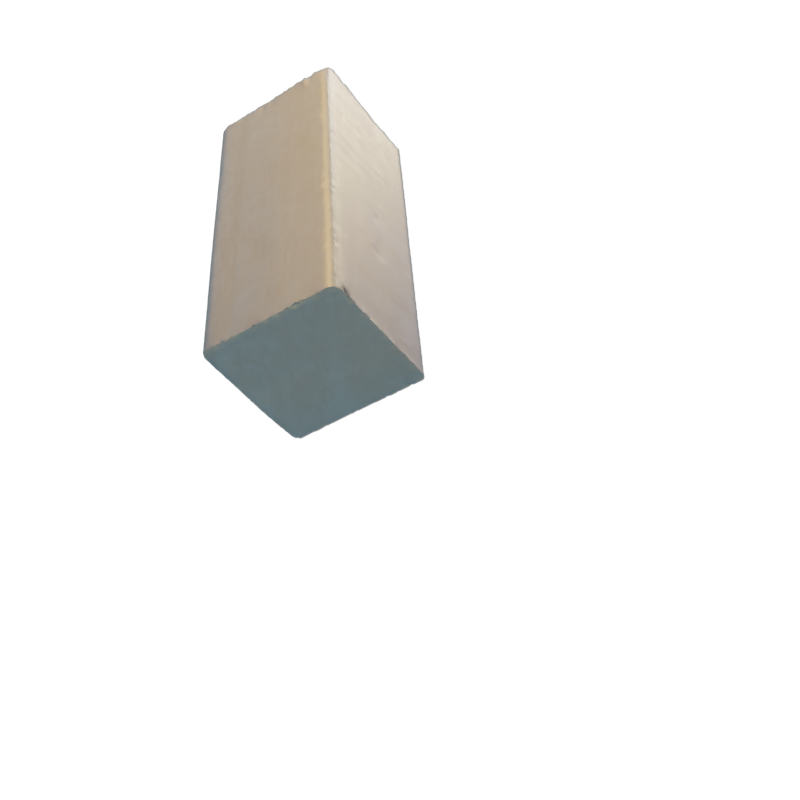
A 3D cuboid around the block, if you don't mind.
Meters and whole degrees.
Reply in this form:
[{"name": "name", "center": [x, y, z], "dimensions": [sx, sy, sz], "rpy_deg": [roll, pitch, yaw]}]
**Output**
[{"name": "block", "center": [-0.053, -0.096, 0.671], "dimensions": [0.091, 0.221, 0.084], "rpy_deg": [-27, -49, 22]}]
